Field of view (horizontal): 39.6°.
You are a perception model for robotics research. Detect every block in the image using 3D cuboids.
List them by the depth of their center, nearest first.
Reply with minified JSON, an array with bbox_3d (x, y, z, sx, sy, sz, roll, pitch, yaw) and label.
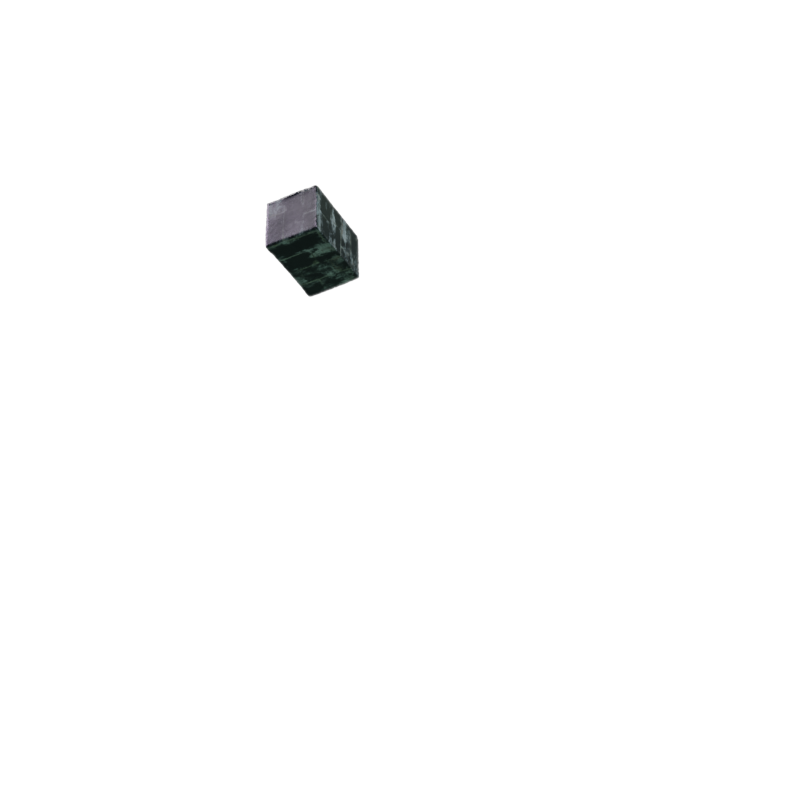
[{"bbox_3d":[-0.076,-0.138,0.968,0.053,0.055,0.072,-19,-42,20],"label":"block"}]
